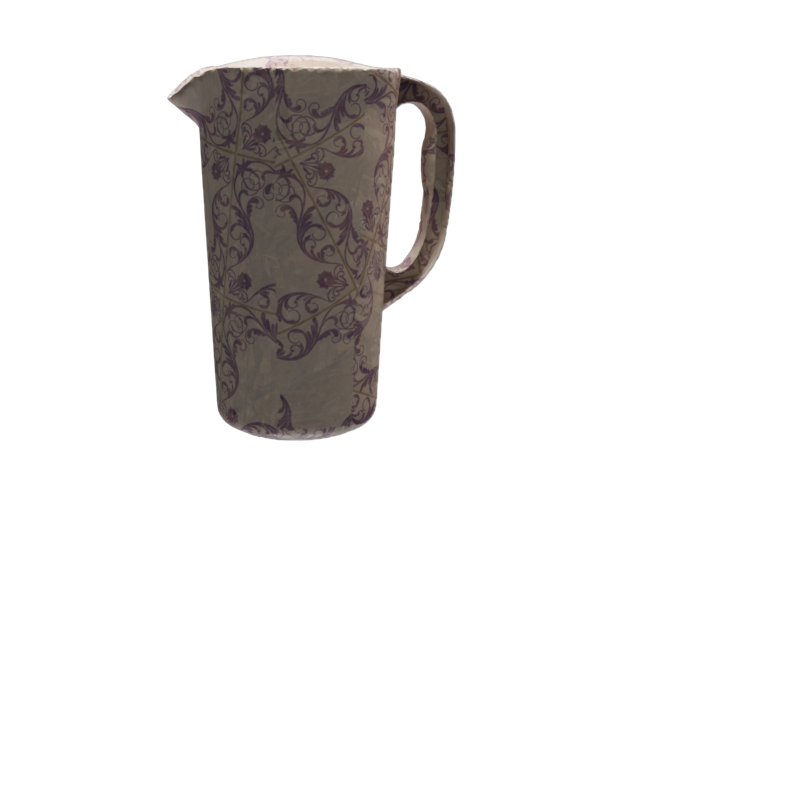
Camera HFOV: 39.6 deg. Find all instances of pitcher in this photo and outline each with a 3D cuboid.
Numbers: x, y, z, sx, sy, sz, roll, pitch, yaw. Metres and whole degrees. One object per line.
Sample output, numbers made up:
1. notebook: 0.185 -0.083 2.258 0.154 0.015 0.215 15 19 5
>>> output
1. pitcher: -0.057 -0.105 0.733 0.155 0.237 0.143 7 13 28
